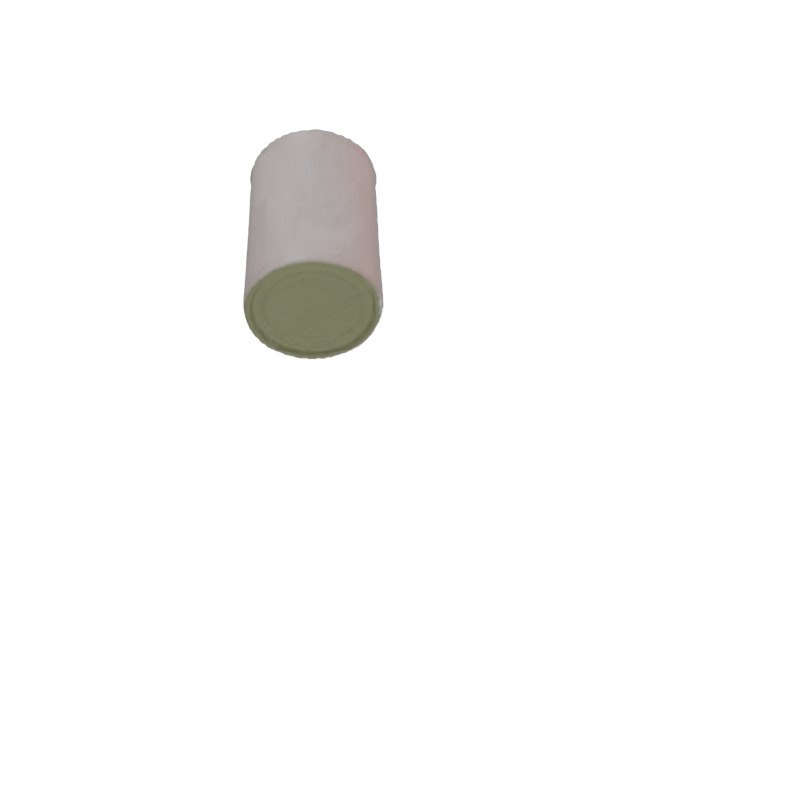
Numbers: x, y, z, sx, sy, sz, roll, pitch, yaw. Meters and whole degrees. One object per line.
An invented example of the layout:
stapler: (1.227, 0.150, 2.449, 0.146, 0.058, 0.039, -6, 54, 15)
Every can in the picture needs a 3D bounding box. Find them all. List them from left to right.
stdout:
can: (-0.044, -0.080, 0.560, 0.068, 0.110, 0.064, -1, -45, -3)
